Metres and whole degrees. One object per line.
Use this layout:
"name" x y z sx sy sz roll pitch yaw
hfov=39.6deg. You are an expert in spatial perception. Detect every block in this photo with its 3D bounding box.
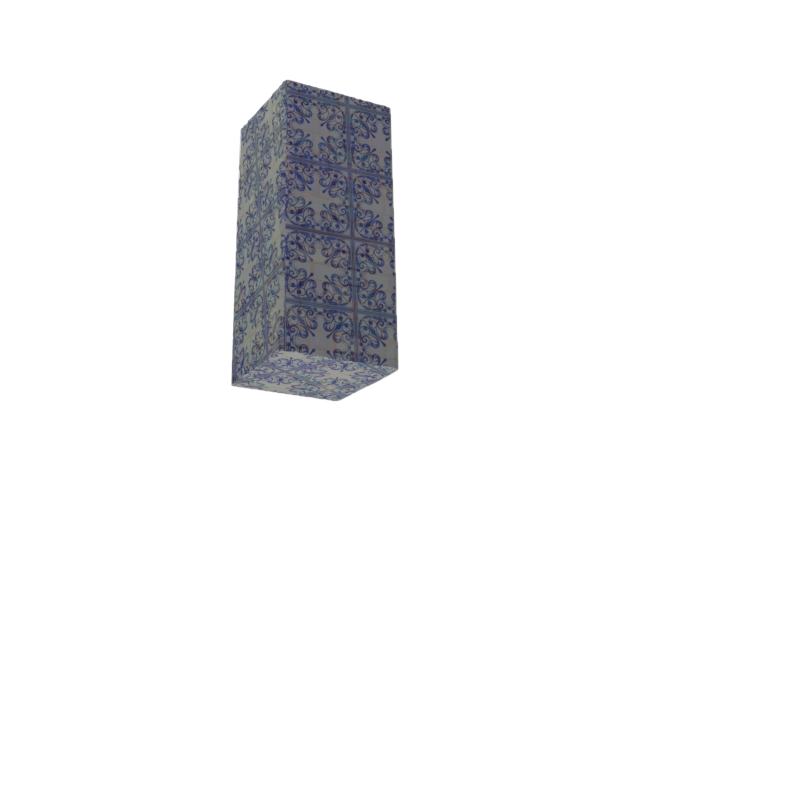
"block" -0.063 -0.115 0.807 0.087 0.217 0.089 11 -25 -27
